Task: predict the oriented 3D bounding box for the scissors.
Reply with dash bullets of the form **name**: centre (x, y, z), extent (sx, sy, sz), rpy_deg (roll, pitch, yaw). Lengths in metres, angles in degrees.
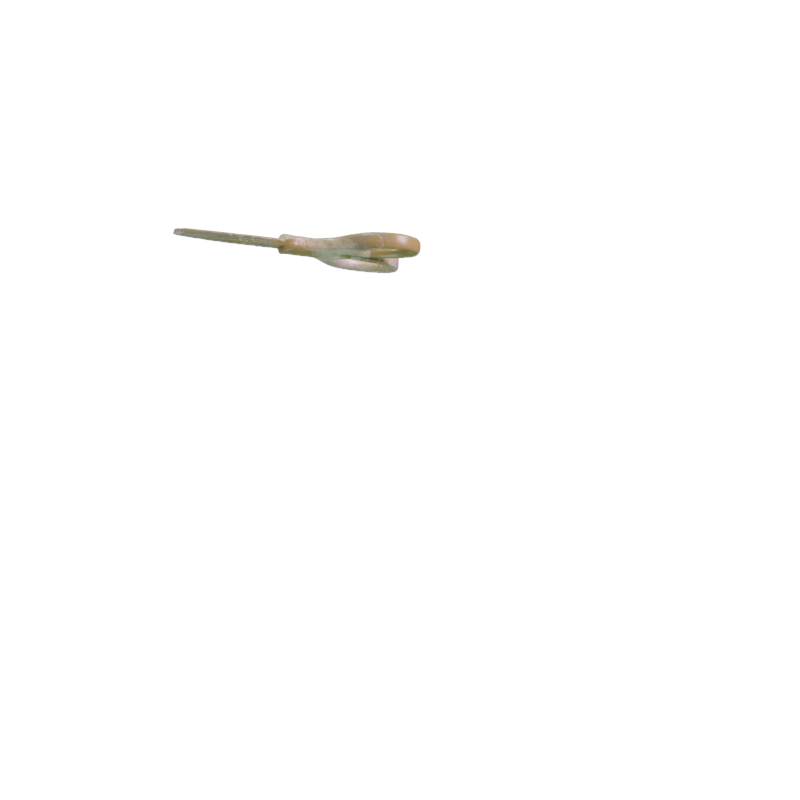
- **scissors**: centre (-0.068, -0.125, 0.874), extent (0.192, 0.016, 0.098), rpy_deg (6, -10, -41)
